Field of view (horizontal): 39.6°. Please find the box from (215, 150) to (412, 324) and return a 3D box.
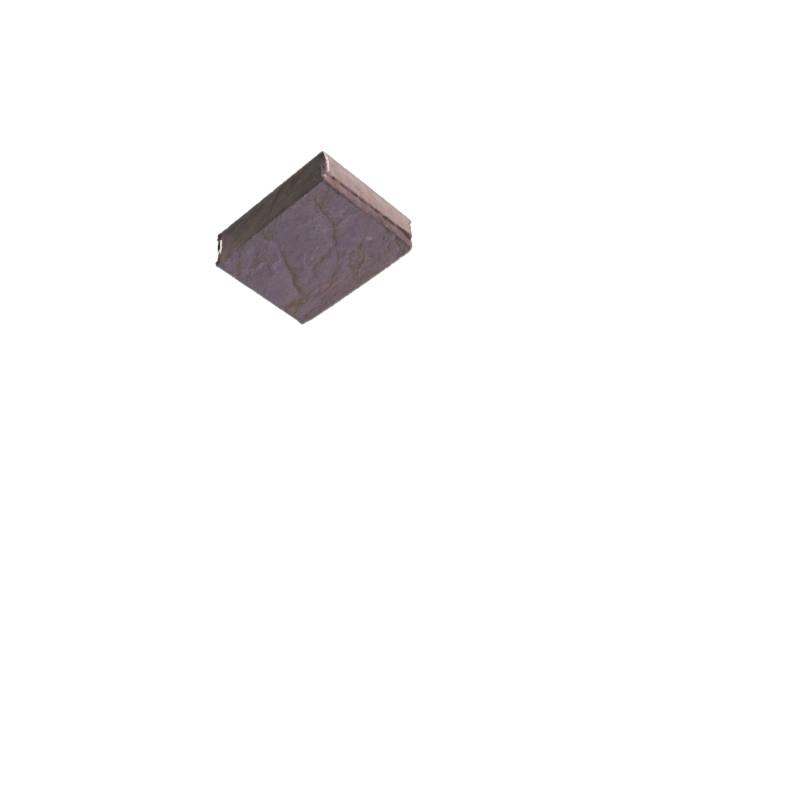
[{"bbox_3d":[-0.061,-0.112,0.787,0.112,0.042,0.084,-35,-55,28],"label":"box"}]
